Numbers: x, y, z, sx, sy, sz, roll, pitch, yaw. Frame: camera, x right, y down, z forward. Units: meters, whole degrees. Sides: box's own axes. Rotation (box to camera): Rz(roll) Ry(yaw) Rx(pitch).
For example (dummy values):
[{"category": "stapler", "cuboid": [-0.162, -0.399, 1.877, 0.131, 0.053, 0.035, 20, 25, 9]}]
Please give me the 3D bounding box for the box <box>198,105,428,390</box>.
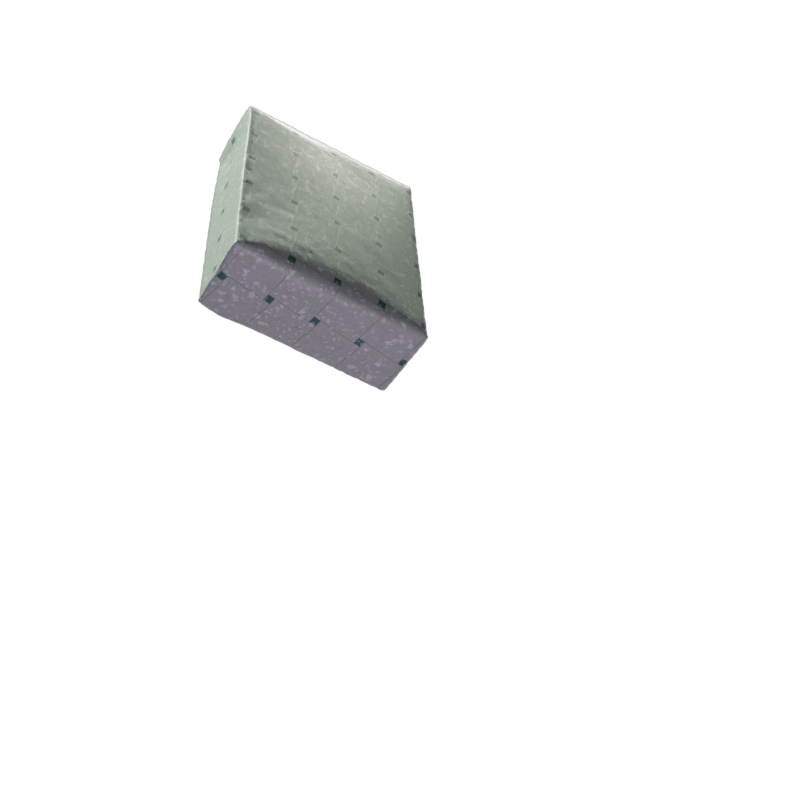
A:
[{"category": "box", "cuboid": [-0.069, -0.127, 0.886, 0.158, 0.070, 0.229, 24, 33, -20]}]
